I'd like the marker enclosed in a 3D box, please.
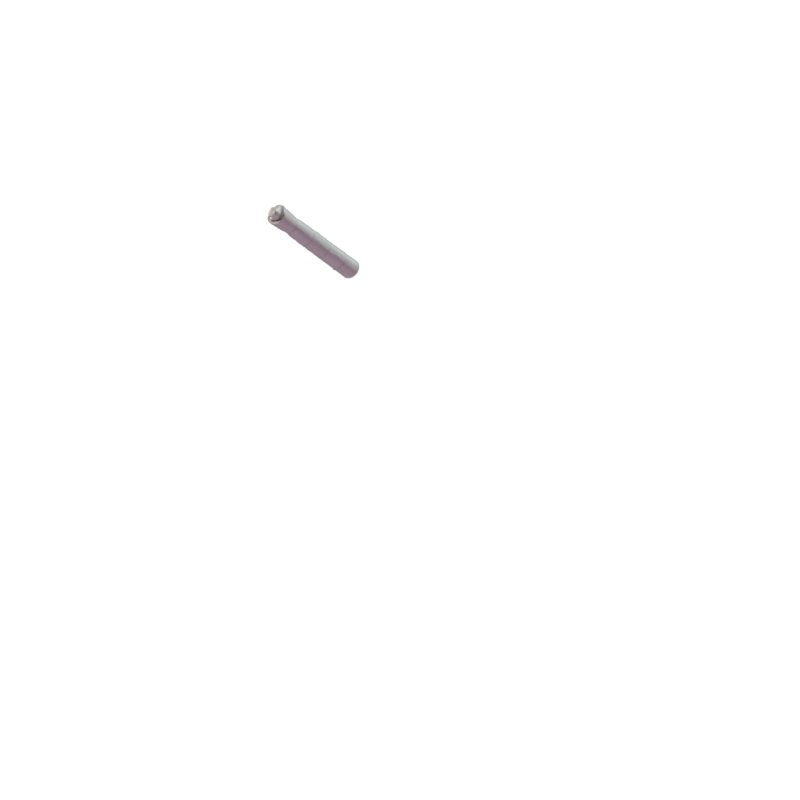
[{"bbox_3d":[-0.077,-0.141,0.986,0.021,0.020,0.112,3,-19,38],"label":"marker"}]
